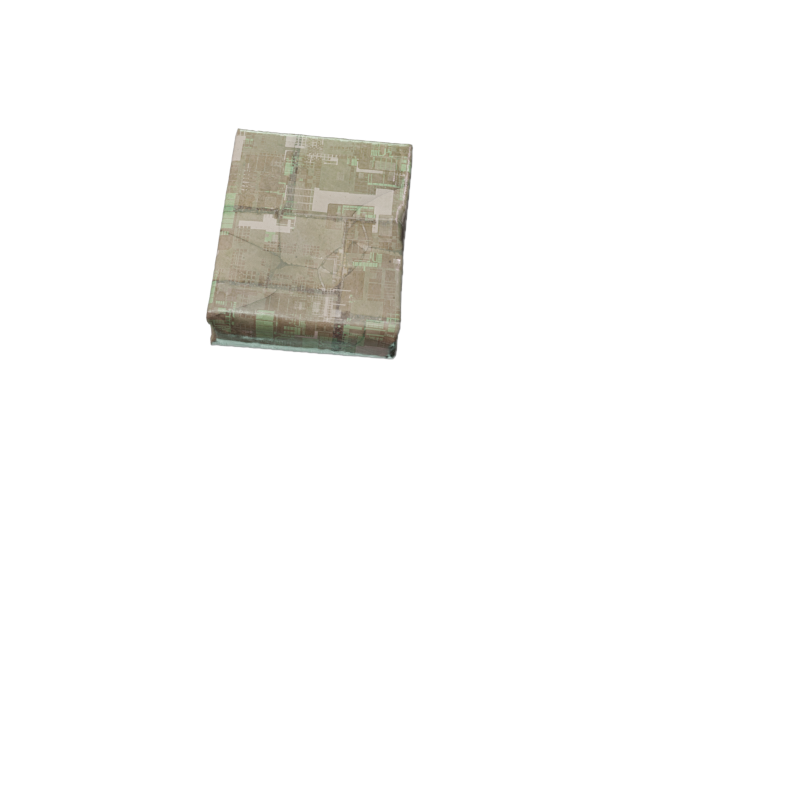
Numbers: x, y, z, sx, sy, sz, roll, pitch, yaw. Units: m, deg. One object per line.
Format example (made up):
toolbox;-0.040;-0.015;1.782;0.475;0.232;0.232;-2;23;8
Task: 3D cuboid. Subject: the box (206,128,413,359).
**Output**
box;-0.034;-0.062;0.439;0.073;0.095;0.028;4;-29;2
